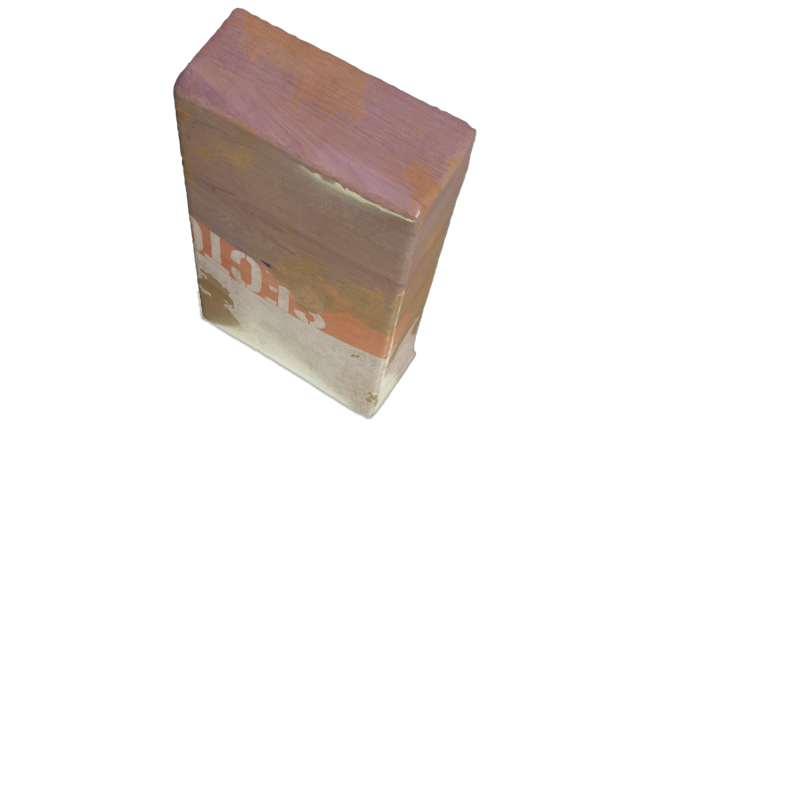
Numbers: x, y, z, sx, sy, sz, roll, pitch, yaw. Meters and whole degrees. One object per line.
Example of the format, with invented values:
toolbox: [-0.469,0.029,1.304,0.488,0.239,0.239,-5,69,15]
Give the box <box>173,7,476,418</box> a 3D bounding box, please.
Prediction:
box: [-0.033,-0.060,0.419,0.096,0.049,0.167,31,-20,9]
